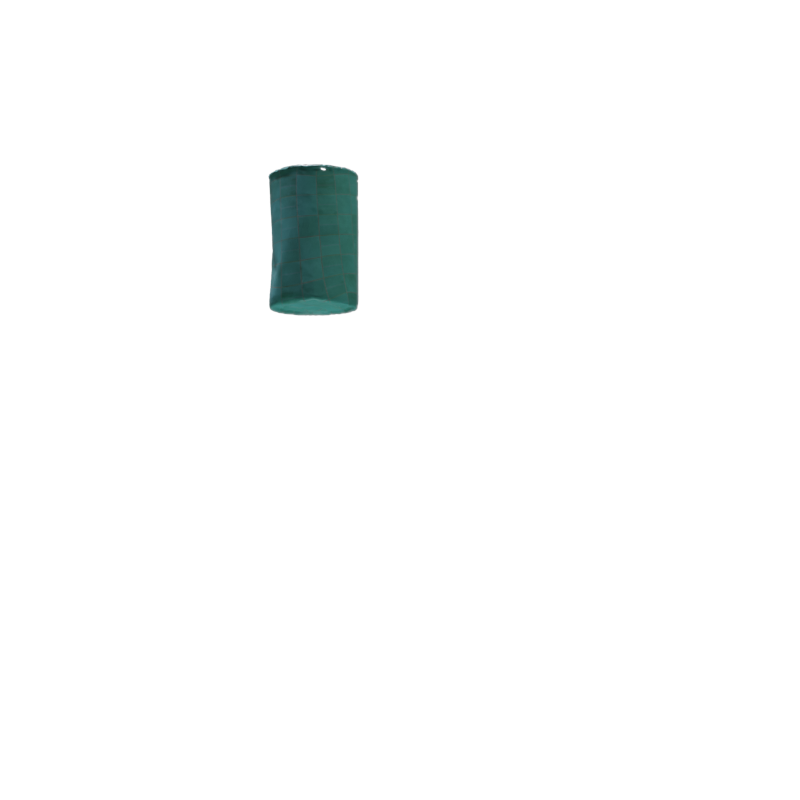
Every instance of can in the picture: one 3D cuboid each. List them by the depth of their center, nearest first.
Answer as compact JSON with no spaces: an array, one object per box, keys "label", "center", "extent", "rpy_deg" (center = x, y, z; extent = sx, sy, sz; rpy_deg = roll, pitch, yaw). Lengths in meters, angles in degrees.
[{"label":"can","center":[-0.065,-0.118,0.828],"extent":[0.068,0.105,0.067],"rpy_deg":[0,-10,-2]}]
